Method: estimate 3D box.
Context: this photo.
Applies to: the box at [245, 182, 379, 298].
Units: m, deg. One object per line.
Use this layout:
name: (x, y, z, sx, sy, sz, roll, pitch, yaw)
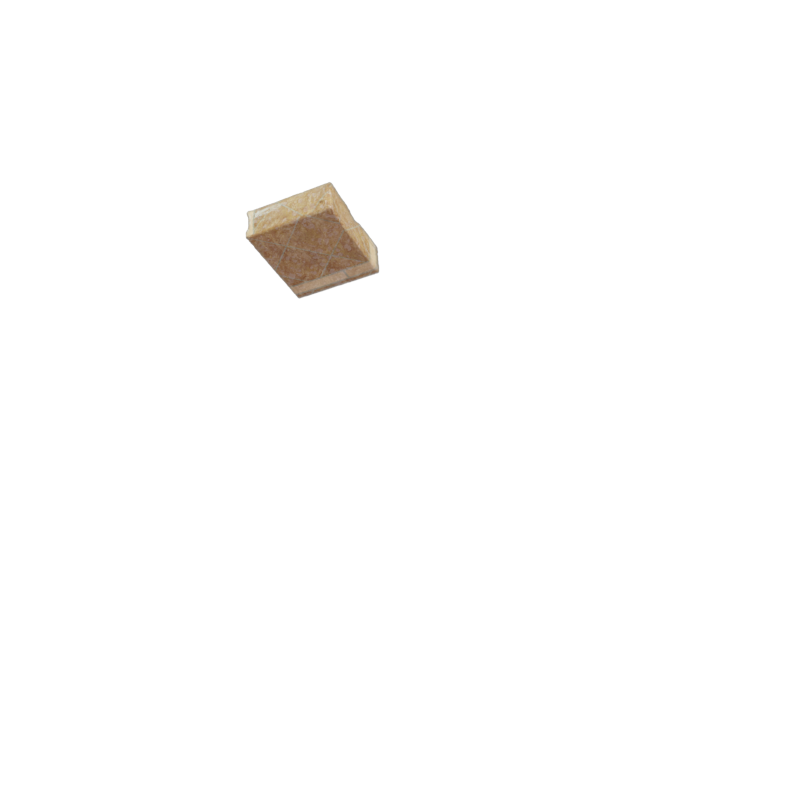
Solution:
box: (-0.068, -0.123, 0.863, 0.074, 0.032, 0.082, -17, -40, 20)
